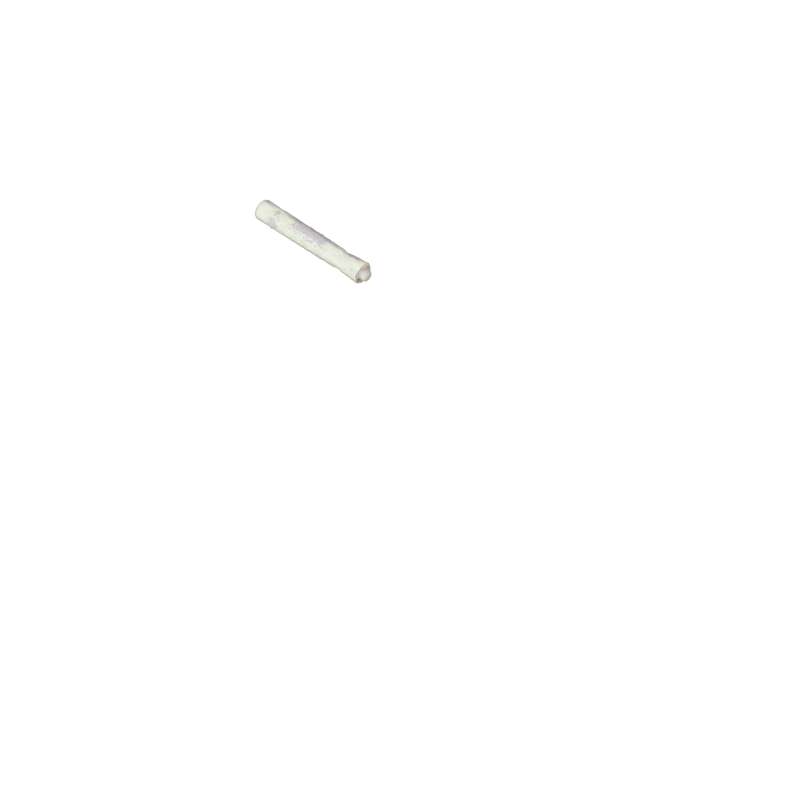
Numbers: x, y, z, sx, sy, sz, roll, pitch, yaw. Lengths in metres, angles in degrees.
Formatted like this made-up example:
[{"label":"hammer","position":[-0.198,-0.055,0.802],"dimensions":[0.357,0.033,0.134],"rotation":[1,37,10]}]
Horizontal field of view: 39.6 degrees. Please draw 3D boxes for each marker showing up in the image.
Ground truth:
[{"label":"marker","position":[-0.071,-0.130,0.909],"dimensions":[0.129,0.019,0.019],"rotation":[35,22,30]}]
